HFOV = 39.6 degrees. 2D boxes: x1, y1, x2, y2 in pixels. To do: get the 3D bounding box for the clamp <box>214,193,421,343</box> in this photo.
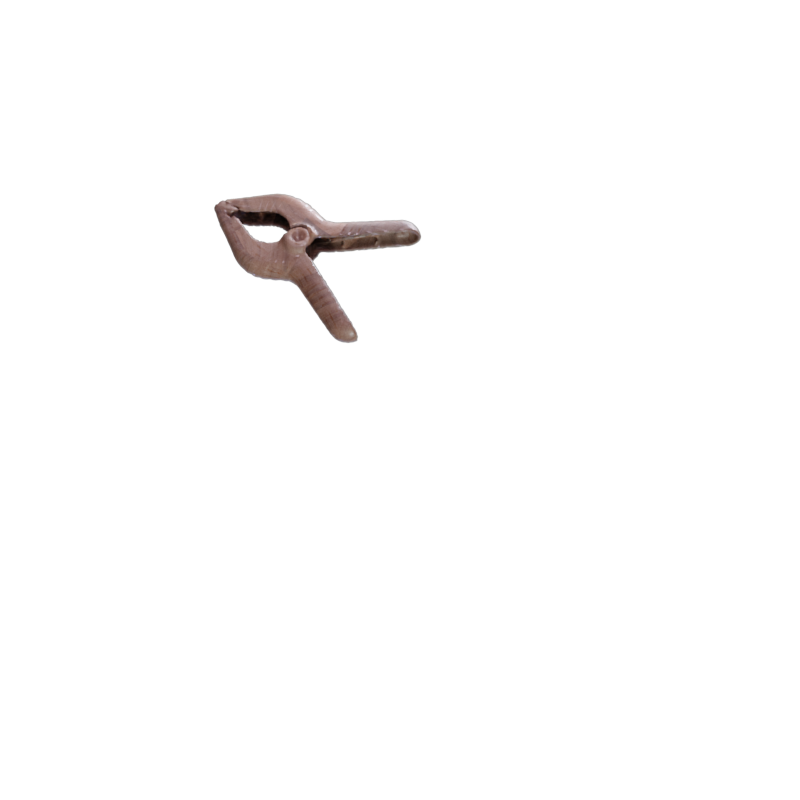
[{"bbox_3d":[-0.072,-0.131,0.919,0.180,0.122,0.037,33,-28,21],"label":"clamp"}]
